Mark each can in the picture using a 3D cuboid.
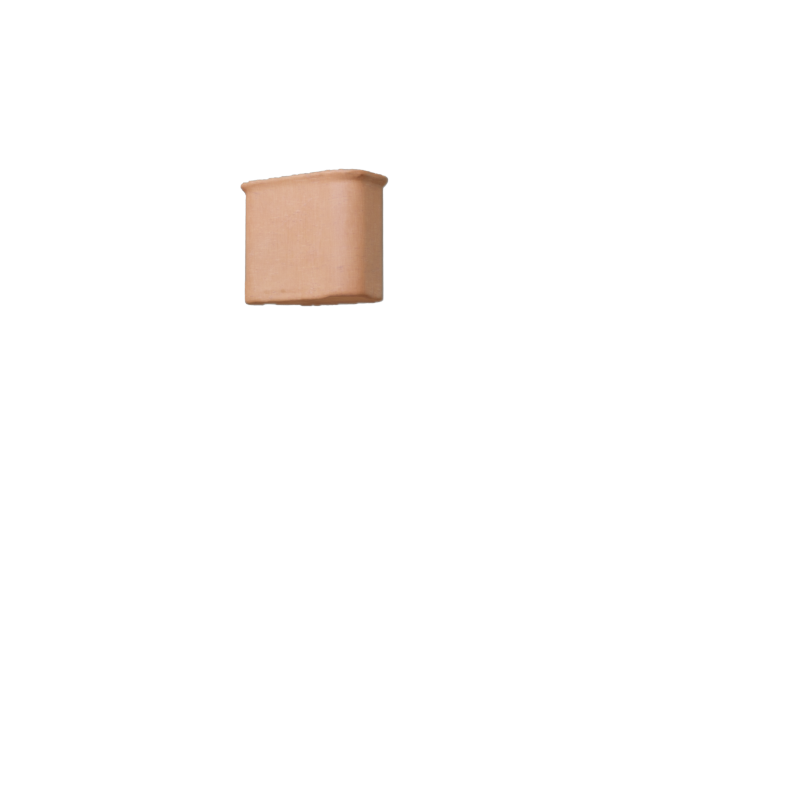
[{"bbox_3d":[-0.059,-0.107,0.752,0.105,0.085,0.055,-2,-5,34],"label":"can"}]
